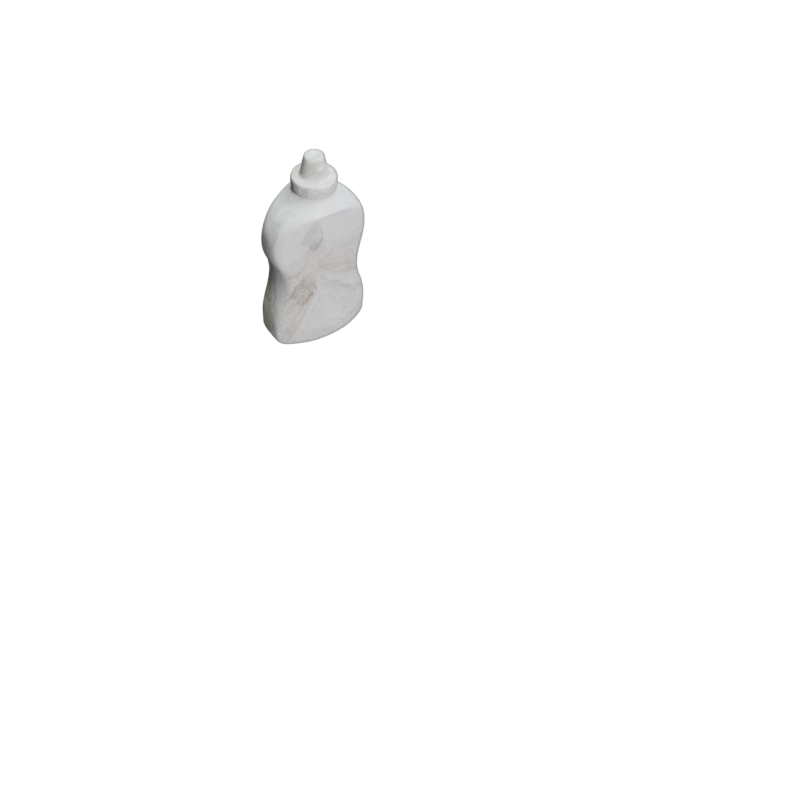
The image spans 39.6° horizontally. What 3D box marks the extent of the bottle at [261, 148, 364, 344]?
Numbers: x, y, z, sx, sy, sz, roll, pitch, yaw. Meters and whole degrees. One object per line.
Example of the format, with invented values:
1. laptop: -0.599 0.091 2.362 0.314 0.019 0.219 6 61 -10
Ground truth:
1. bottle: -0.077 -0.141 0.991 0.095 0.179 0.063 -21 48 -24
